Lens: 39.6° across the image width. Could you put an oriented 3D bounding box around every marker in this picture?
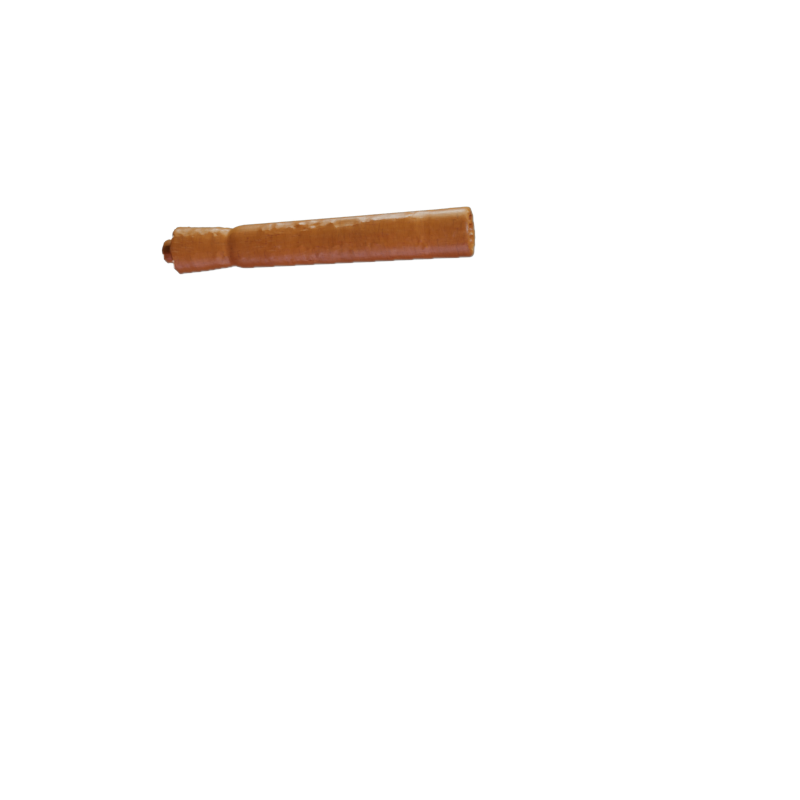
[{"bbox_3d":[-0.033,-0.060,0.422,0.123,0.020,0.019,-2,4,15],"label":"marker"}]
